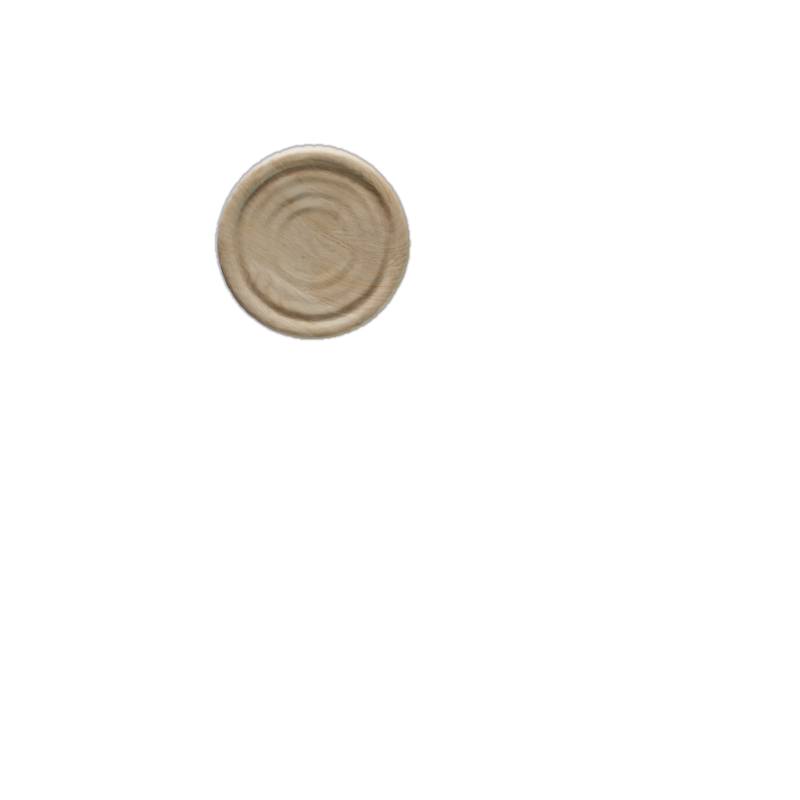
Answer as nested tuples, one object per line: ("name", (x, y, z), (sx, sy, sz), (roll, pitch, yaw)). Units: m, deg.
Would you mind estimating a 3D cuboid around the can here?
("can", (-0.039, -0.071, 0.495), (0.086, 0.085, 0.034), (0, 6, -1))
